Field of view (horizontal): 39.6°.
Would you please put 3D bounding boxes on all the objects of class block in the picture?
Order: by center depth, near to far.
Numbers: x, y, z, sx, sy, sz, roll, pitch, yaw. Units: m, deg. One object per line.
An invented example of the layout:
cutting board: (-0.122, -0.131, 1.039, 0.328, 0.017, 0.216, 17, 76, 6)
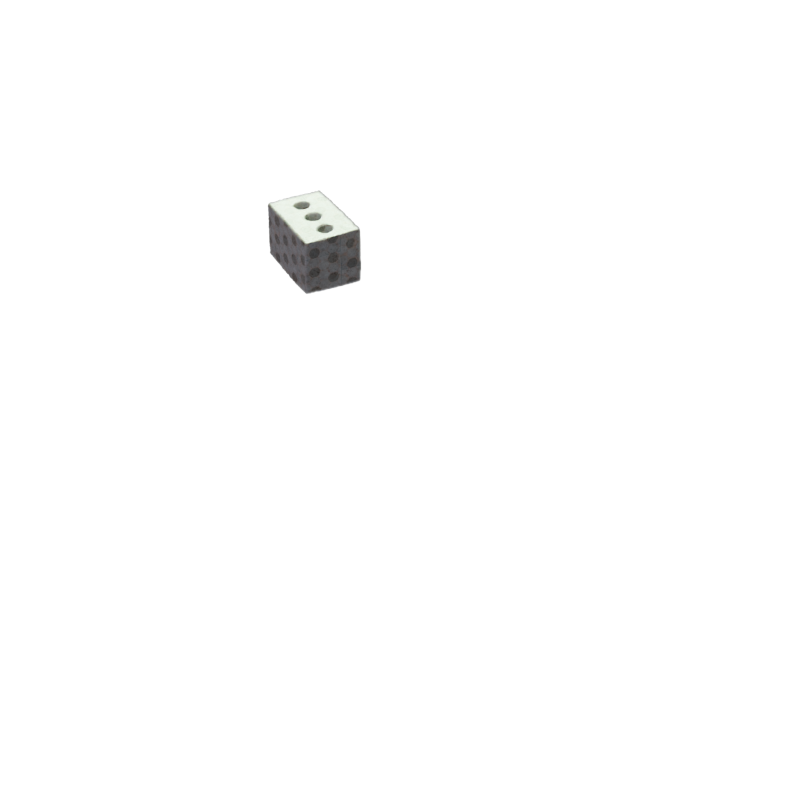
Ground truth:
block: (-0.074, -0.135, 0.947, 0.052, 0.048, 0.084, -17, 39, -24)
